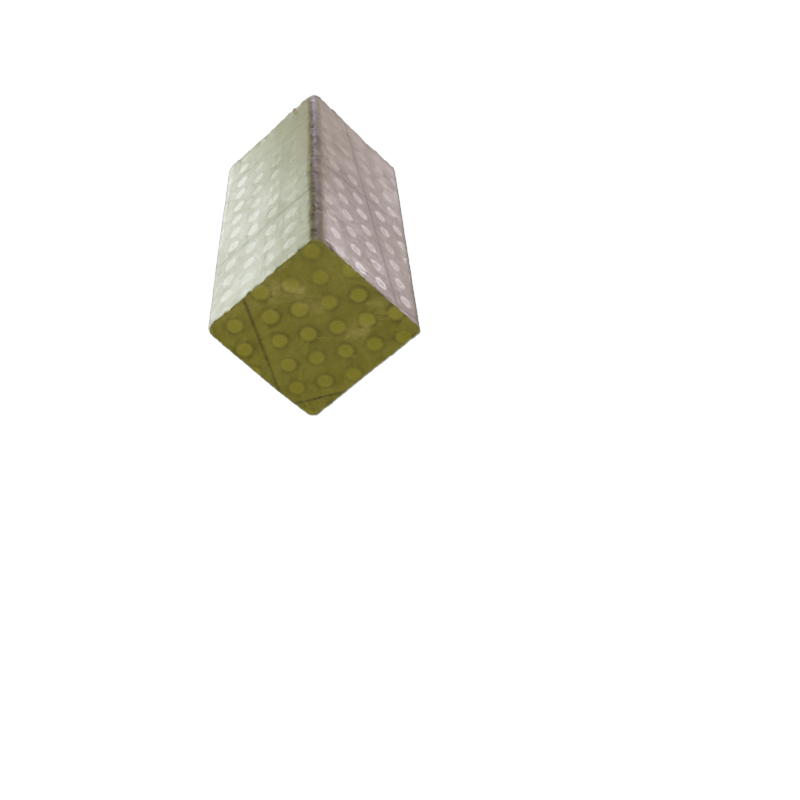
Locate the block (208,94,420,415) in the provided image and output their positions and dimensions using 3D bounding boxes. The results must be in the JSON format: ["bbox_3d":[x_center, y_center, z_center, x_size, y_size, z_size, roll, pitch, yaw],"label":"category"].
[{"bbox_3d":[-0.057,-0.102,0.716,0.085,0.090,0.220,40,24,-27],"label":"block"}]
